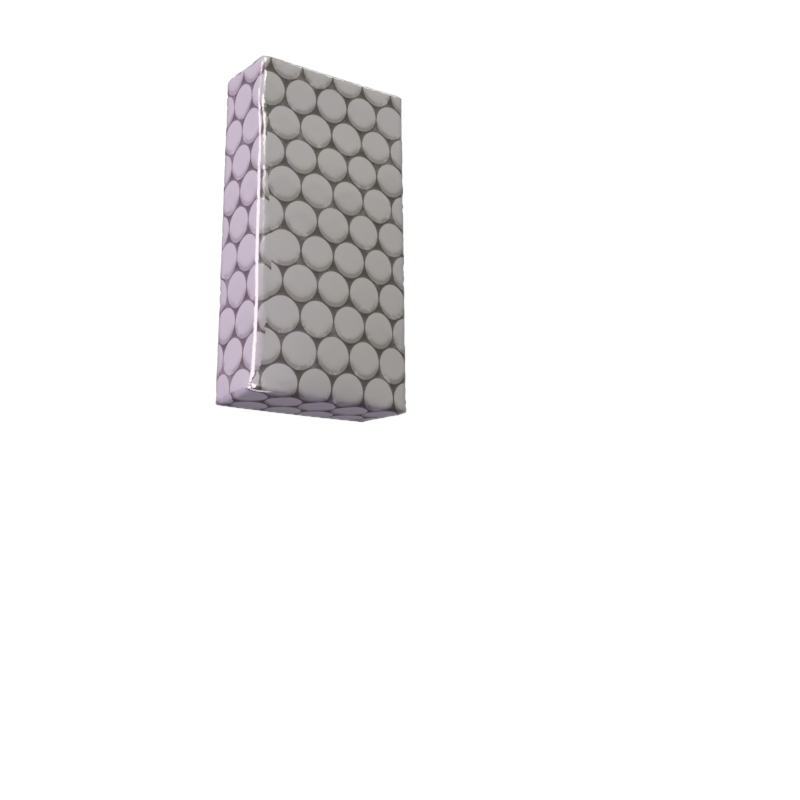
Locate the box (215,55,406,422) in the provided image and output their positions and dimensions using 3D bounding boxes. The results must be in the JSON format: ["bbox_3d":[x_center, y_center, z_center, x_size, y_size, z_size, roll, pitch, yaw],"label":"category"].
[{"bbox_3d":[-0.045,-0.082,0.578,0.089,0.184,0.048,11,-22,-33],"label":"box"}]
